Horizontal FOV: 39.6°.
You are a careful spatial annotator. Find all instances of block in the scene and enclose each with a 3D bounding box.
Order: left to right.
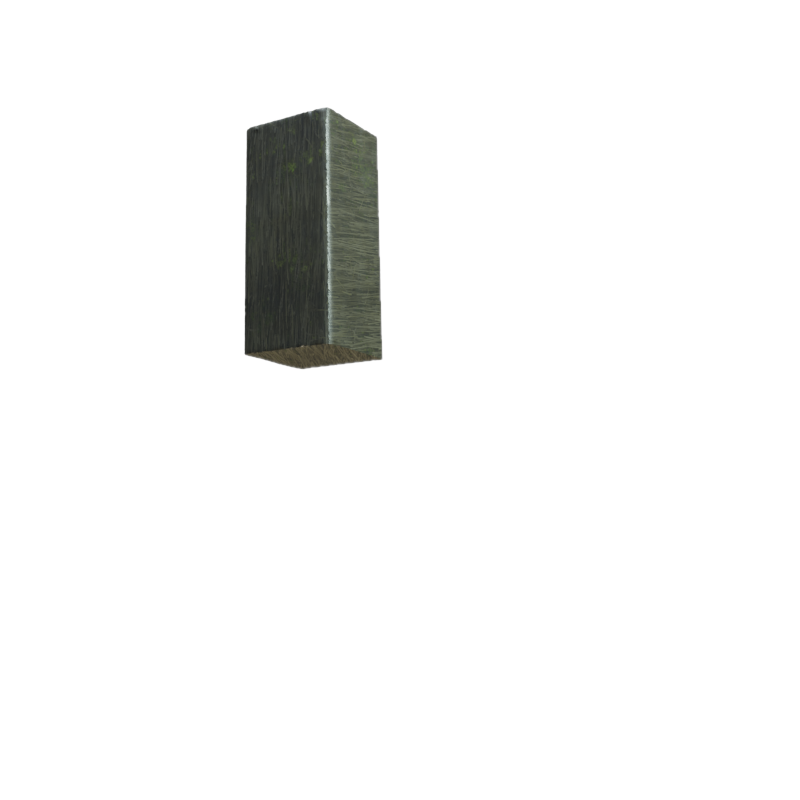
[{"bbox_3d":[-0.077,-0.140,0.977,0.093,0.214,0.085,-10,-17,30],"label":"block"}]
